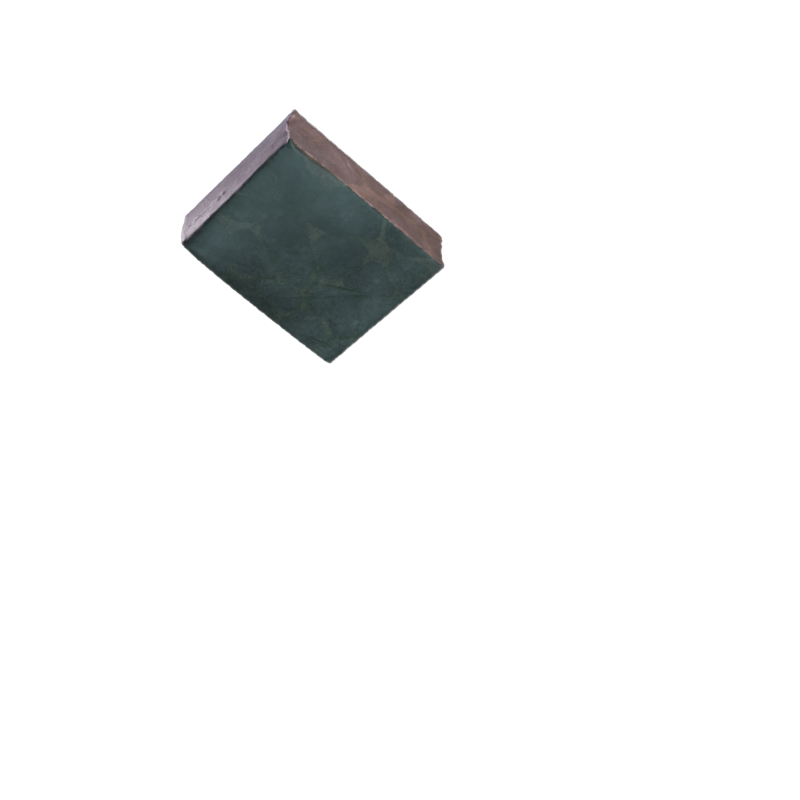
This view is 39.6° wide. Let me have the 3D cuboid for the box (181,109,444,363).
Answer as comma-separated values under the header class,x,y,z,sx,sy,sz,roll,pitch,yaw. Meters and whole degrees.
class,x,y,z,sx,sy,sz,roll,pitch,yaw
box,-0.046,-0.084,0.590,0.108,0.089,0.041,39,25,-23
